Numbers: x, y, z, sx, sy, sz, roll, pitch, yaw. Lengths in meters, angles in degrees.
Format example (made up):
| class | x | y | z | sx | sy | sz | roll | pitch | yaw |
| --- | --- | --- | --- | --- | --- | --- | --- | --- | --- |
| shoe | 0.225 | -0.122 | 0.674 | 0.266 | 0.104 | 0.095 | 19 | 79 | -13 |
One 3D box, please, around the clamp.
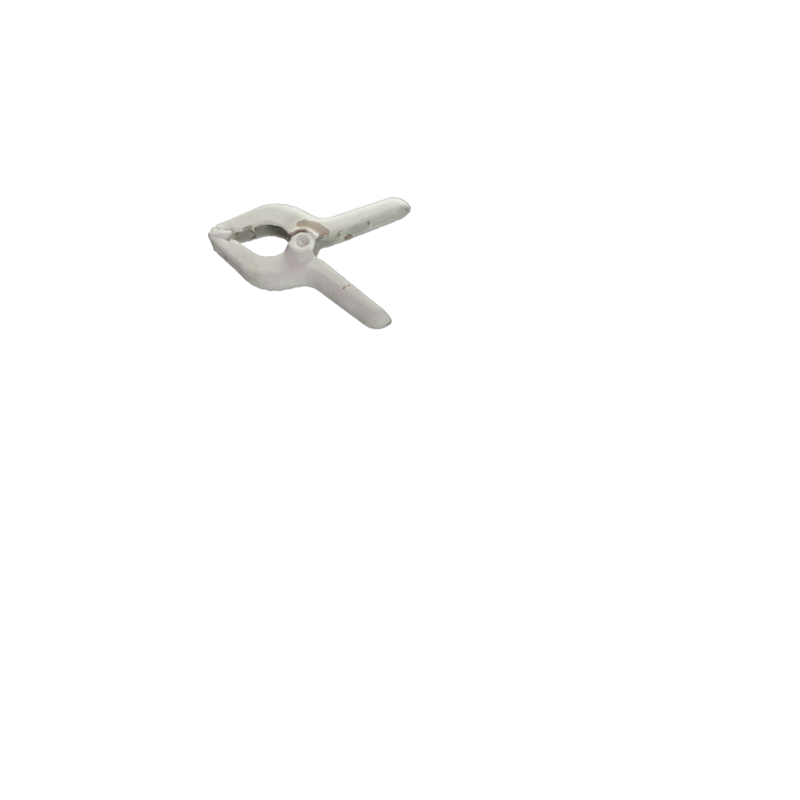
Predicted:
| class | x | y | z | sx | sy | sz | roll | pitch | yaw |
| --- | --- | --- | --- | --- | --- | --- | --- | --- | --- |
| clamp | -0.074 | -0.135 | 0.944 | 0.175 | 0.125 | 0.037 | 17 | -29 | 9 |
